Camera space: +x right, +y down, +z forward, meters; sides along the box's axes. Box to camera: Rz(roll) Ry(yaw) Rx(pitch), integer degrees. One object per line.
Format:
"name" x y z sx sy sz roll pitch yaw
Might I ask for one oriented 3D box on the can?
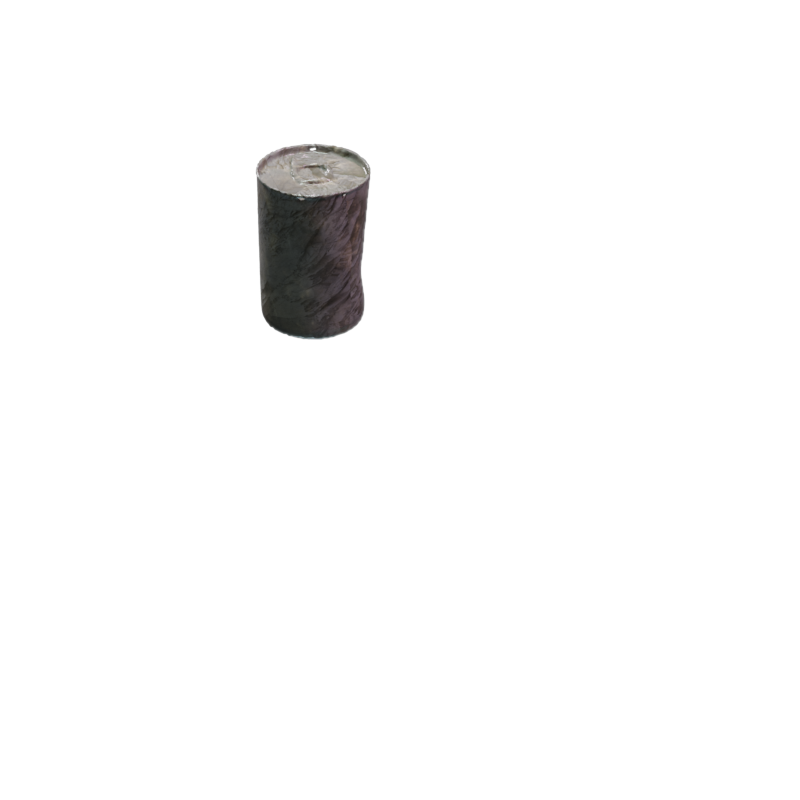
"can" -0.053 -0.097 0.681 0.068 0.096 0.073 0 34 -3
